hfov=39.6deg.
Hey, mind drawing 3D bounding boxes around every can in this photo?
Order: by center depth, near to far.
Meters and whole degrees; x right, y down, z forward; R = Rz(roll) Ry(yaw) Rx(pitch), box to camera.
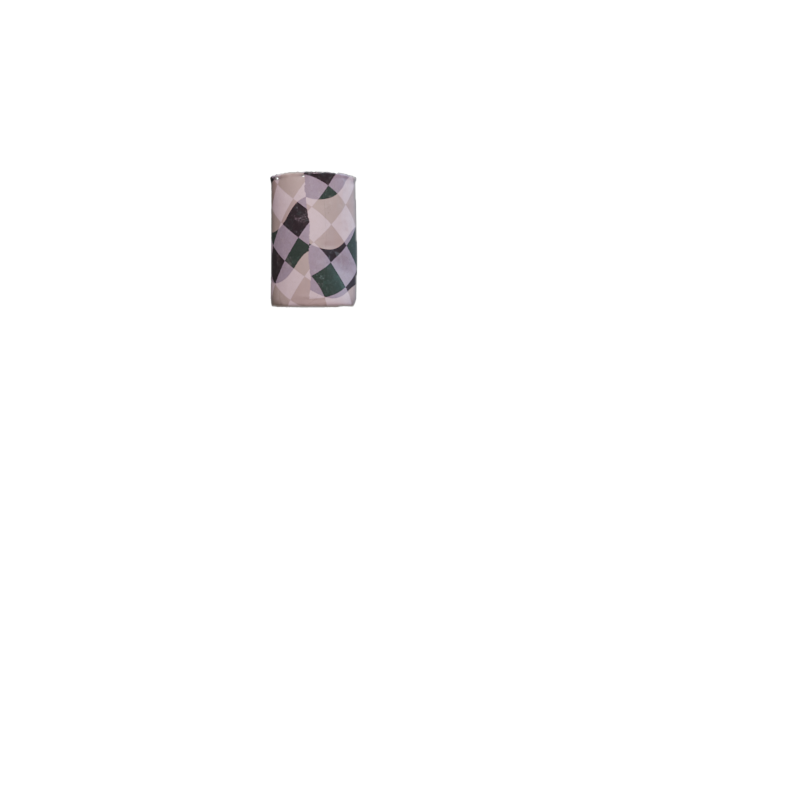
[{"bbox_3d":[-0.068,-0.124,0.869,0.068,0.103,0.068,0,-2,-2],"label":"can"}]
